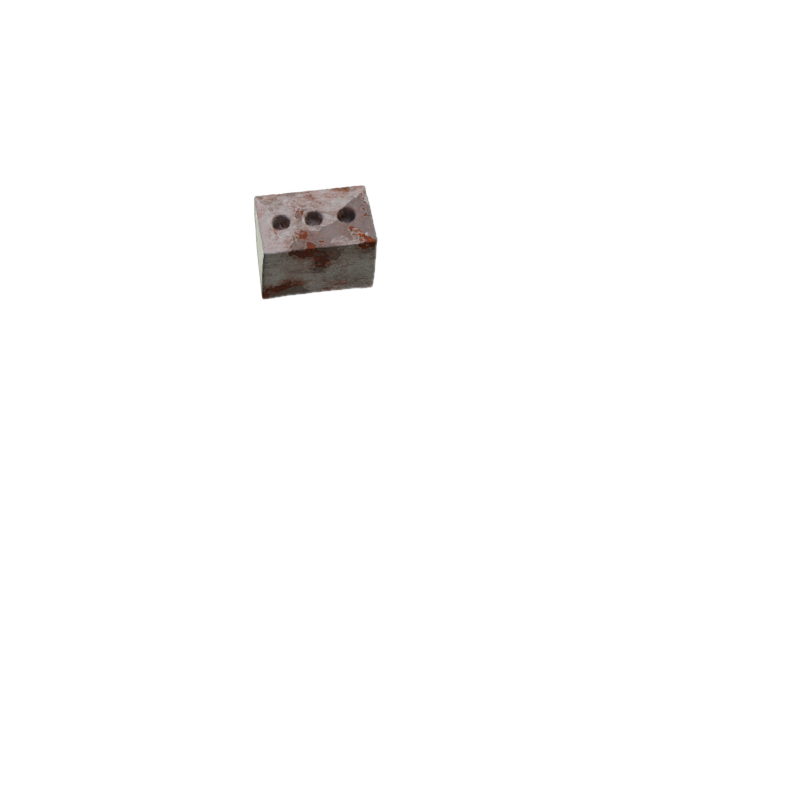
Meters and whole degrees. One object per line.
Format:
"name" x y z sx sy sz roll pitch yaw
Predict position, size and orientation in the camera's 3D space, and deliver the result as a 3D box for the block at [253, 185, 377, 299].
"block" -0.059 -0.107 0.751 0.077 0.057 0.048 -7 -34 -6
